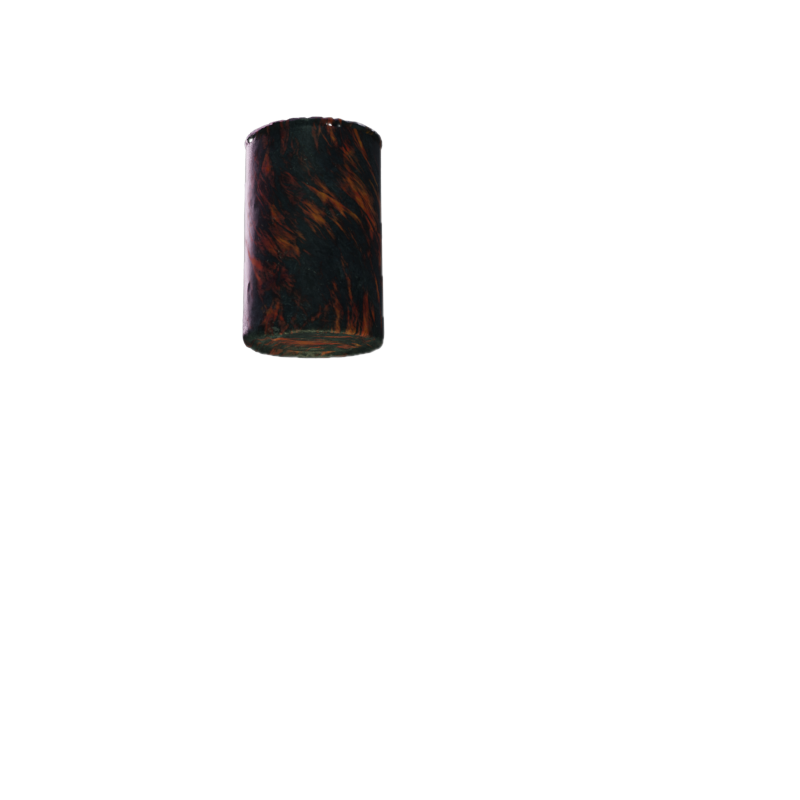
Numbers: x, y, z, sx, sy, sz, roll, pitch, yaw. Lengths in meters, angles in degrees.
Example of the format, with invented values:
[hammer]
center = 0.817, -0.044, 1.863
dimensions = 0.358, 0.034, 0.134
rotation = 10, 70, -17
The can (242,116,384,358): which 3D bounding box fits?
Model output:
[can]
center = -0.042, -0.076, 0.532
dimensions = 0.068, 0.106, 0.066
rotation = 0, -14, -2
